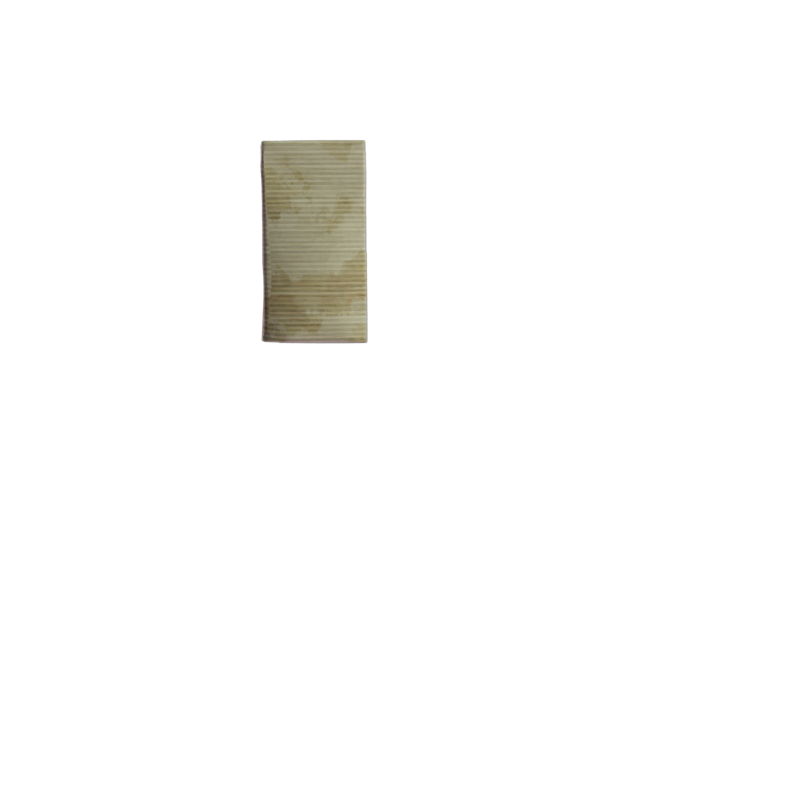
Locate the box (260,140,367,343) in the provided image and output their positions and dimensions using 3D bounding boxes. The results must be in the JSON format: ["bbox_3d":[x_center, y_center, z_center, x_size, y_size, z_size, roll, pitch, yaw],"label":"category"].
[{"bbox_3d":[-0.076,-0.139,0.971,0.093,0.176,0.048,0,0,-4],"label":"box"}]
